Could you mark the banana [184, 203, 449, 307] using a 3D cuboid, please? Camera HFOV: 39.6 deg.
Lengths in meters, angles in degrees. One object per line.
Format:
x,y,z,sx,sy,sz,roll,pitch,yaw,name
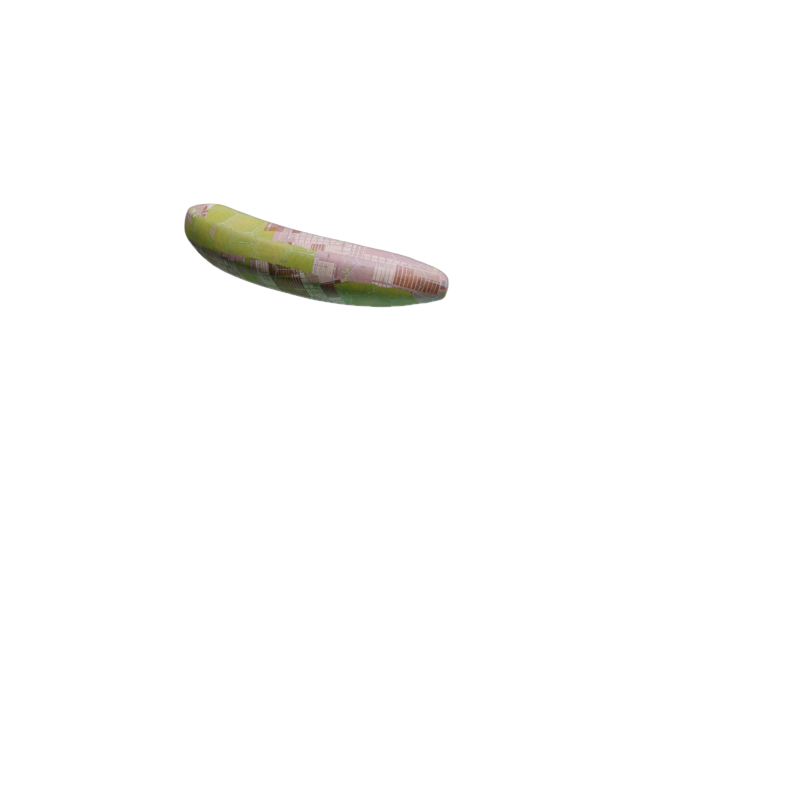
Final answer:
-0.067,-0.091,0.669,0.210,0.035,0.069,23,36,35,banana
